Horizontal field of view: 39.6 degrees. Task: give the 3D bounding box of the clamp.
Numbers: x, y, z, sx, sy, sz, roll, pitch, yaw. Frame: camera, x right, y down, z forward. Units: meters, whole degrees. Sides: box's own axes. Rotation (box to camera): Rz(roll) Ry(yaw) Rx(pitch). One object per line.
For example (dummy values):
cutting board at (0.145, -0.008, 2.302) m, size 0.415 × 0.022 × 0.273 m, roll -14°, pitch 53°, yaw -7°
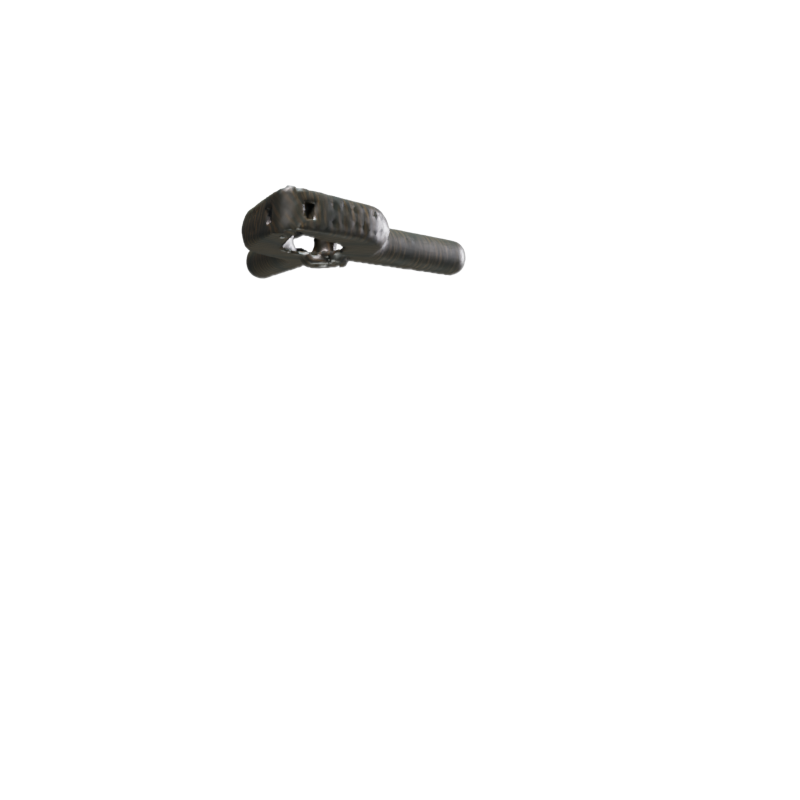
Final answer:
clamp at (-0.059, -0.107, 0.748) m, size 0.168 × 0.037 × 0.202 m, roll -1°, pitch -2°, yaw 19°
